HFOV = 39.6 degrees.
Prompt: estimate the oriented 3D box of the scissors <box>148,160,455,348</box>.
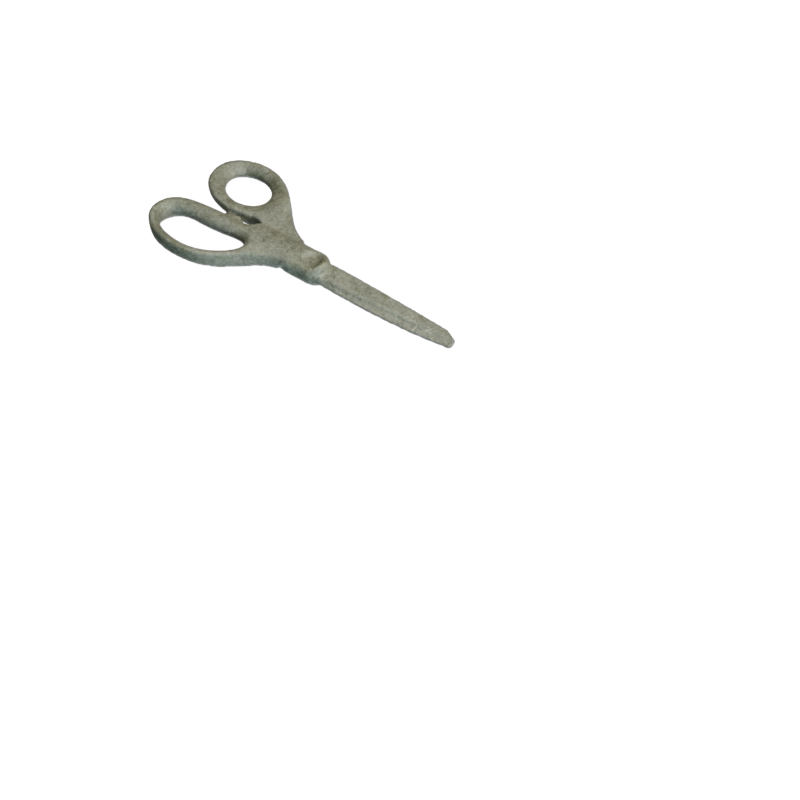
[{"bbox_3d":[-0.052,-0.095,0.664,0.207,0.100,0.015,17,-39,14],"label":"scissors"}]
